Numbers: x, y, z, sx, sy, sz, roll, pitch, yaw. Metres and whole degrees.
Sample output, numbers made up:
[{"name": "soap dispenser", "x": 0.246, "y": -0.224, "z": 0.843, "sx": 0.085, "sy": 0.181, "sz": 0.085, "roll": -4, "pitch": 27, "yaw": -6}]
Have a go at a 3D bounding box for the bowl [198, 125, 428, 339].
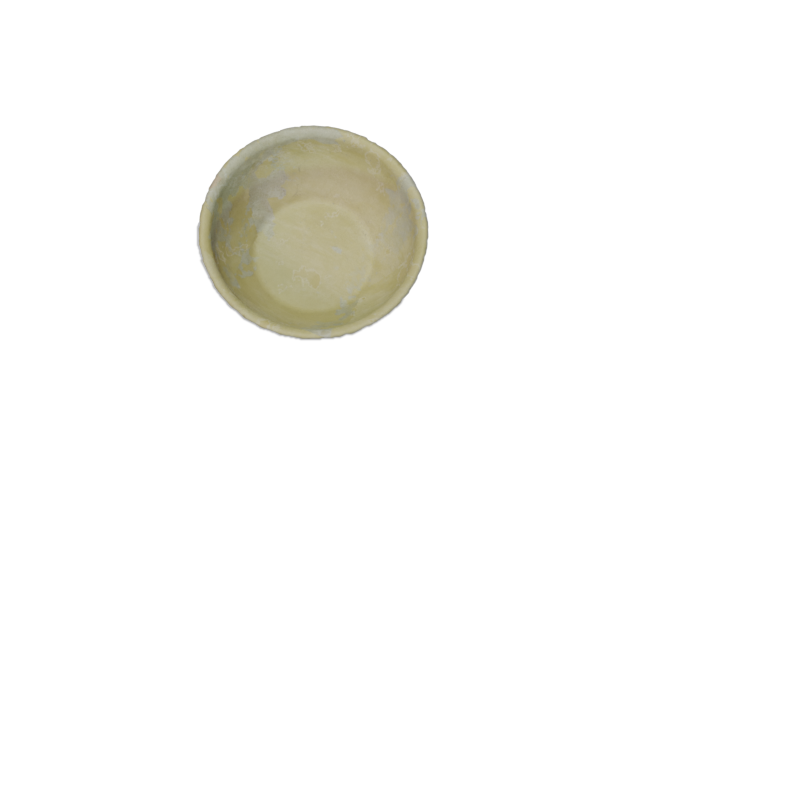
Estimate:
[{"name": "bowl", "x": -0.063, "y": -0.114, "z": 0.799, "sx": 0.162, "sy": 0.170, "sz": 0.052, "roll": -1, "pitch": -20, "yaw": -1}]
